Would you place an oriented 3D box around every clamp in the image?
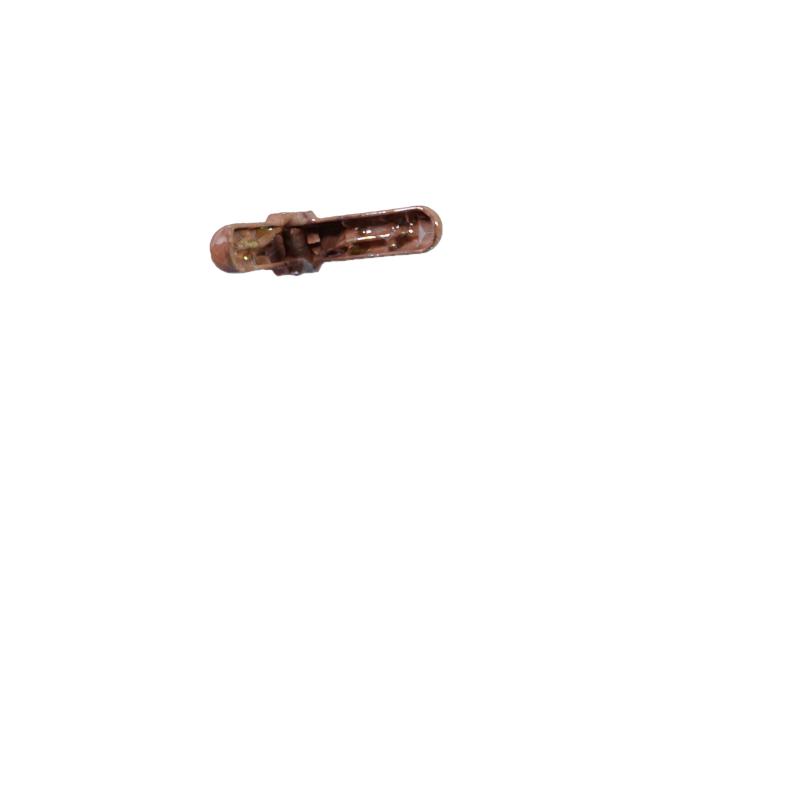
[{"bbox_3d":[-0.049,-0.089,0.624,0.119,0.039,0.175,-1,9,-10],"label":"clamp"}]
